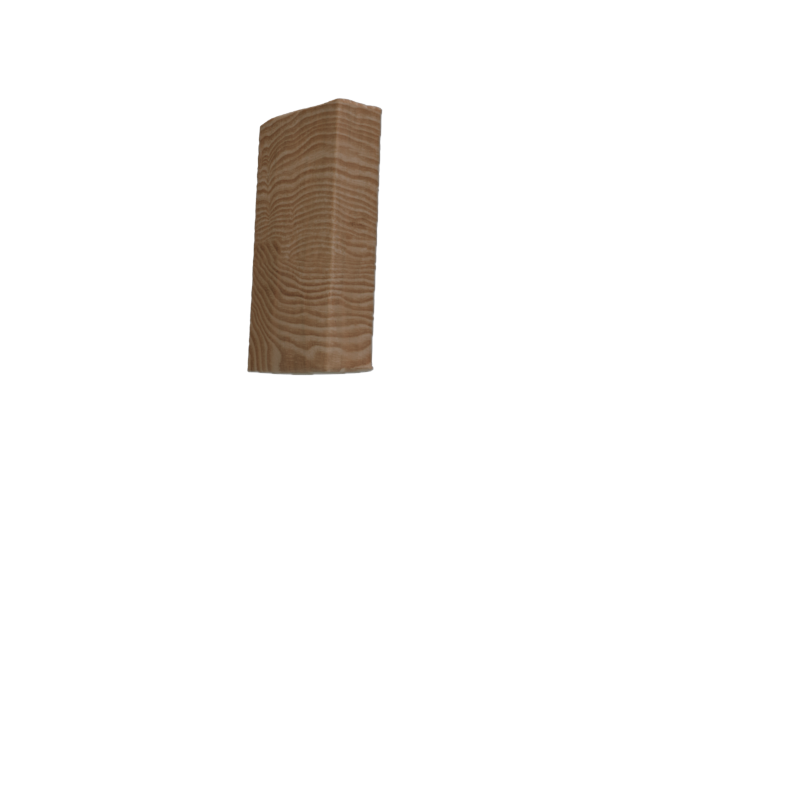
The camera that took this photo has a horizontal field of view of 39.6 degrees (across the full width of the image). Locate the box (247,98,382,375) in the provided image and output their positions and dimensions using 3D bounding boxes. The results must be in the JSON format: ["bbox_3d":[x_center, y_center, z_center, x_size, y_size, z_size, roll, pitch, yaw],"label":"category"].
[{"bbox_3d":[-0.058,-0.106,0.741,0.046,0.179,0.096,5,-8,-40],"label":"box"}]
